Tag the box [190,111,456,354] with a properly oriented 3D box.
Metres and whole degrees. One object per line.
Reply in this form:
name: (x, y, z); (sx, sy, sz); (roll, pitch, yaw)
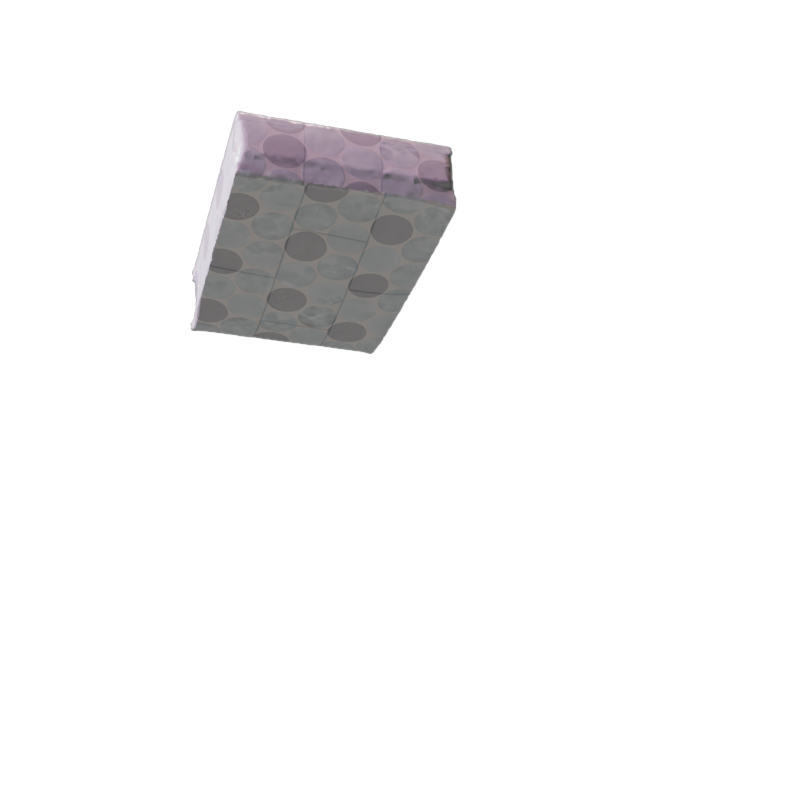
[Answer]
box: (-0.037, -0.067, 0.470); (0.088, 0.042, 0.108); (9, -36, -14)
